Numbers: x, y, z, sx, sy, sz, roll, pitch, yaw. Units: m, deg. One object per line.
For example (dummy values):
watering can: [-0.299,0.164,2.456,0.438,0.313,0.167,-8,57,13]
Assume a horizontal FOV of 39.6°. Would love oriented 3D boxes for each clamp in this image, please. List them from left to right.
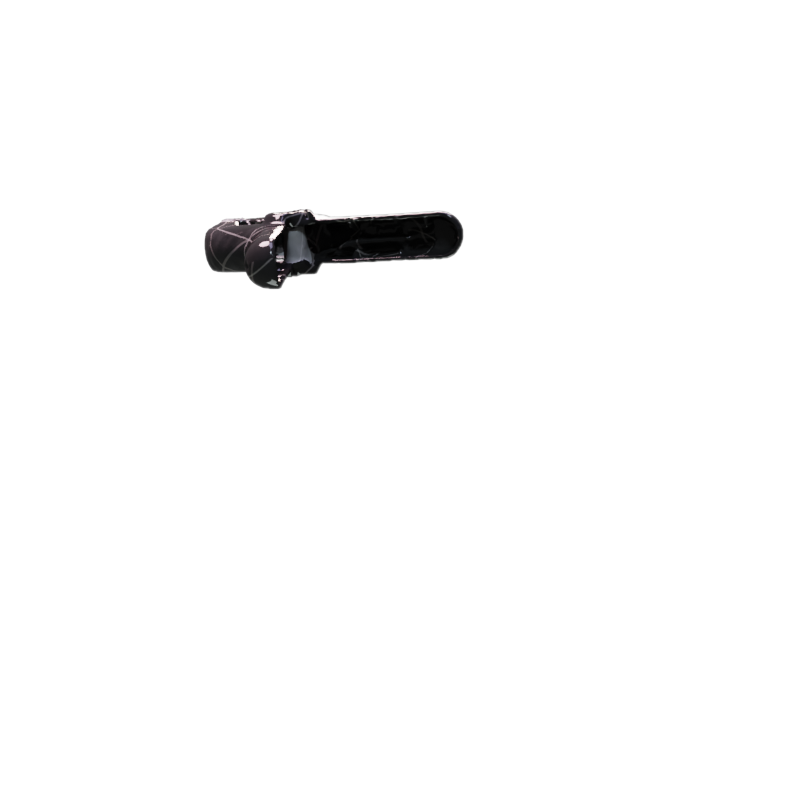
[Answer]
clamp: [-0.048,-0.087,0.611,0.117,0.038,0.179,-5,14,-22]
